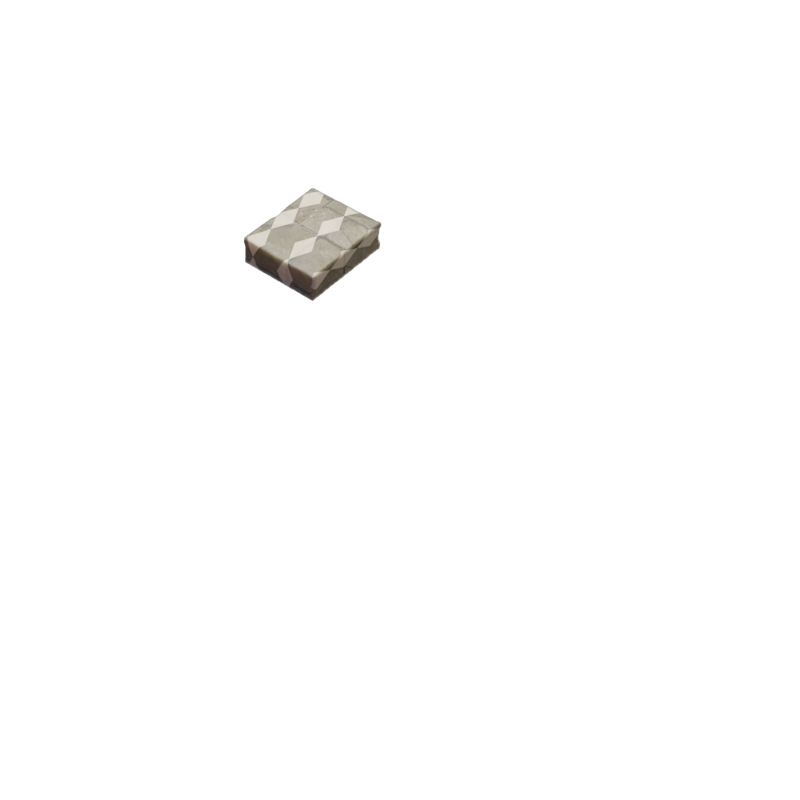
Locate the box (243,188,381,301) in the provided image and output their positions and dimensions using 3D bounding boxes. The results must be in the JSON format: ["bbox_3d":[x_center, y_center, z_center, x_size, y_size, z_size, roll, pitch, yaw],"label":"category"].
[{"bbox_3d":[-0.070,-0.128,0.894,0.077,0.028,0.090,30,52,26],"label":"box"}]
